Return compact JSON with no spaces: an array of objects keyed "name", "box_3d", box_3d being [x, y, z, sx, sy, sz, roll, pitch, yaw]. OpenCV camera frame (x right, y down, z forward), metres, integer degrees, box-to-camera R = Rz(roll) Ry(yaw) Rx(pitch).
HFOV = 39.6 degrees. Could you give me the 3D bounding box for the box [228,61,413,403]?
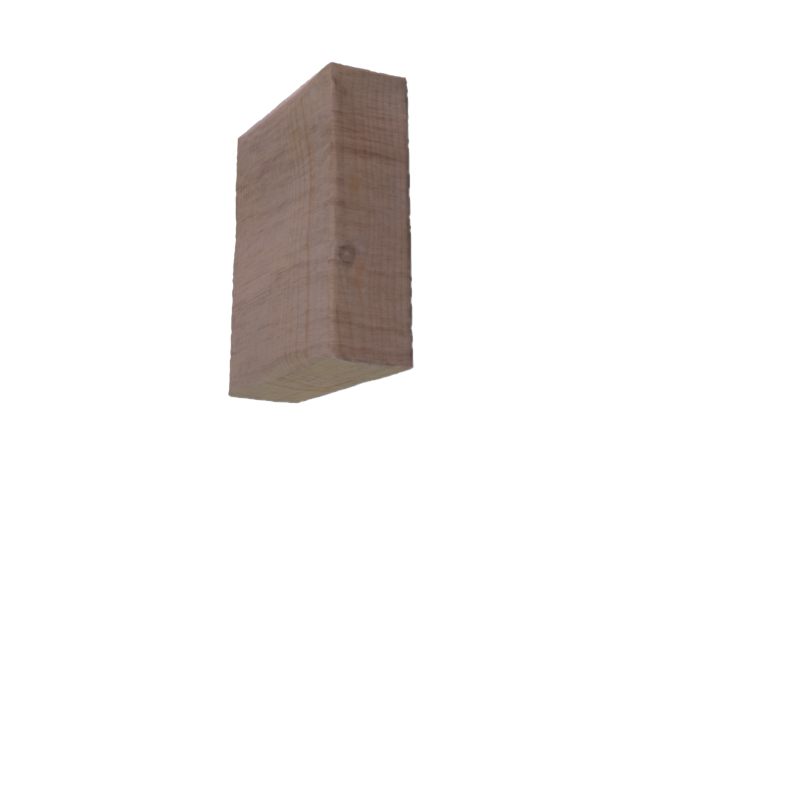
[{"name":"box","box_3d":[-0.063,-0.116,0.811,0.069,0.222,0.165,8,-17,-31]}]
